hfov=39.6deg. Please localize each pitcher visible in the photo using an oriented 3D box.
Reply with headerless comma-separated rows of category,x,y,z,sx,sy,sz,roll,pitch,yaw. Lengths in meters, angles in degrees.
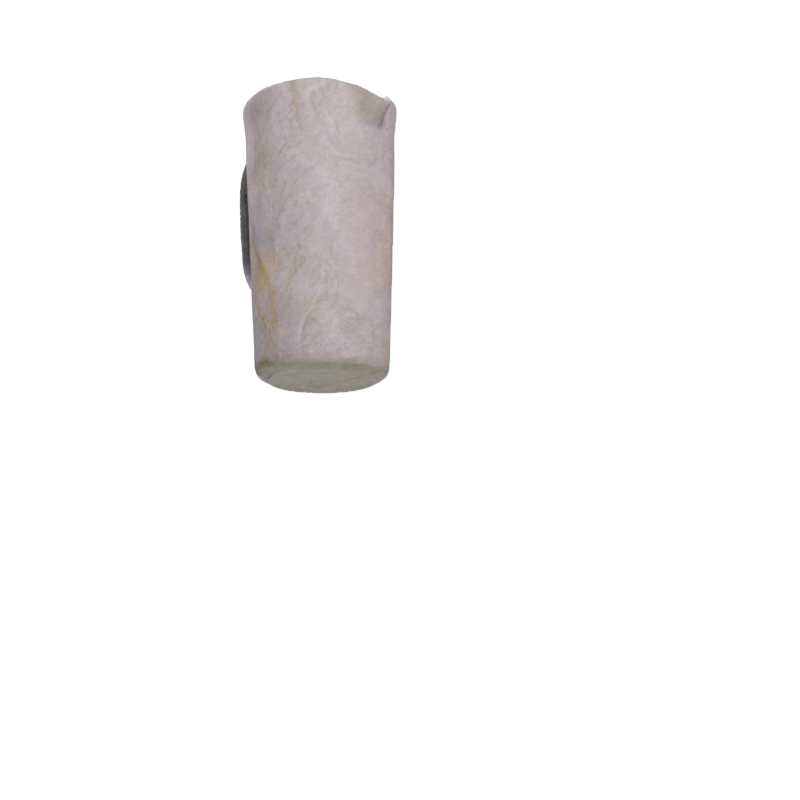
pitcher,-0.073,-0.132,0.928,0.145,0.254,0.142,-2,-18,2
